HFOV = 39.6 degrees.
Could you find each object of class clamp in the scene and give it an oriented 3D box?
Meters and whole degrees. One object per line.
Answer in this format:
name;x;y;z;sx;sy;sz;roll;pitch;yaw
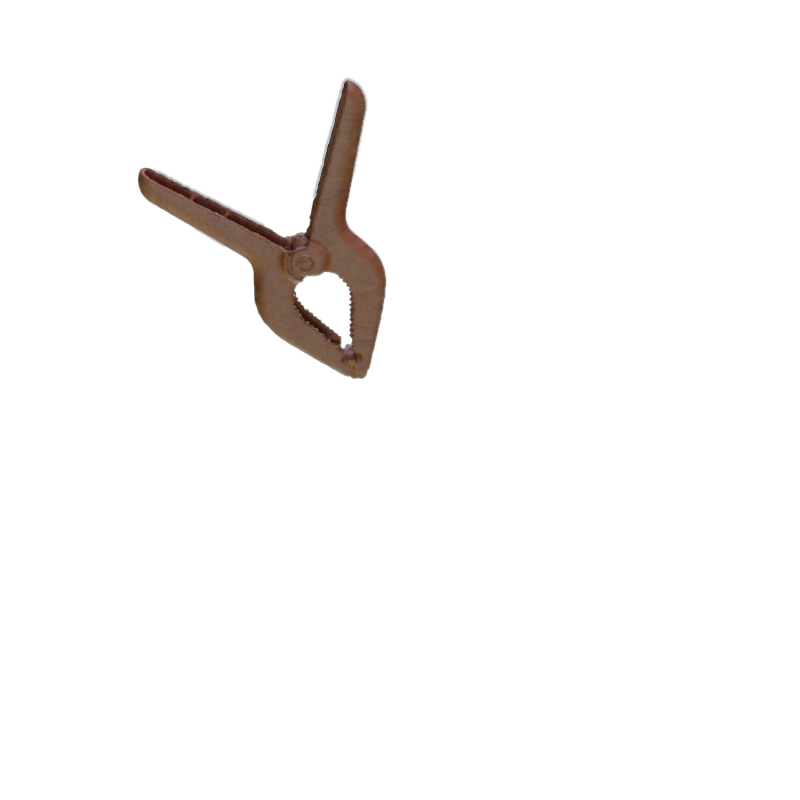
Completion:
clamp;-0.060;-0.110;0.772;0.164;0.200;0.038;-28;20;11
